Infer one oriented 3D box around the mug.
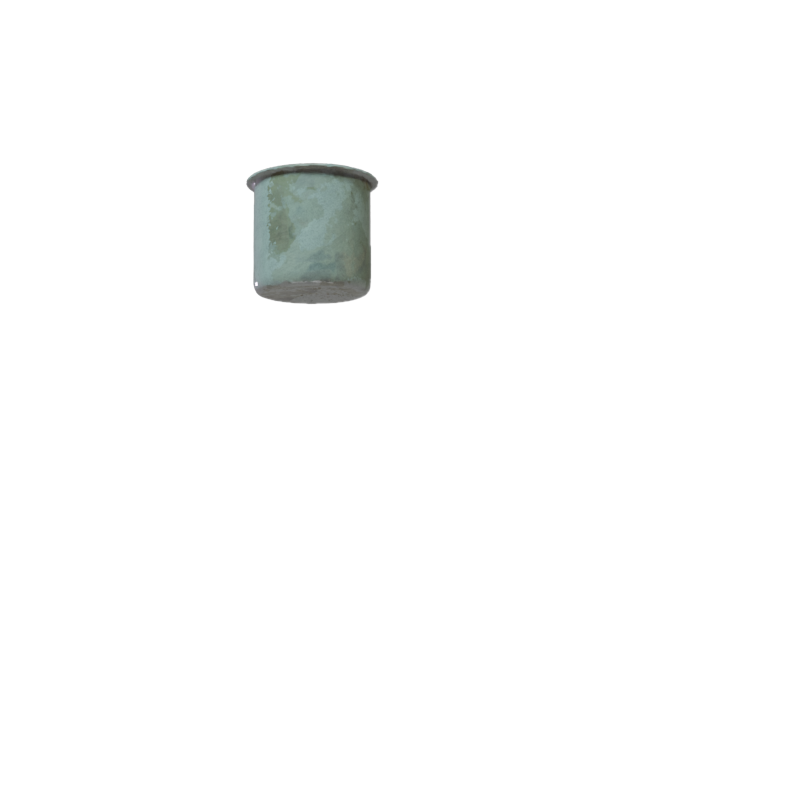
[{"bbox_3d":[-0.062,-0.112,0.787,0.093,0.084,0.114,-1,-8,1],"label":"mug"}]
